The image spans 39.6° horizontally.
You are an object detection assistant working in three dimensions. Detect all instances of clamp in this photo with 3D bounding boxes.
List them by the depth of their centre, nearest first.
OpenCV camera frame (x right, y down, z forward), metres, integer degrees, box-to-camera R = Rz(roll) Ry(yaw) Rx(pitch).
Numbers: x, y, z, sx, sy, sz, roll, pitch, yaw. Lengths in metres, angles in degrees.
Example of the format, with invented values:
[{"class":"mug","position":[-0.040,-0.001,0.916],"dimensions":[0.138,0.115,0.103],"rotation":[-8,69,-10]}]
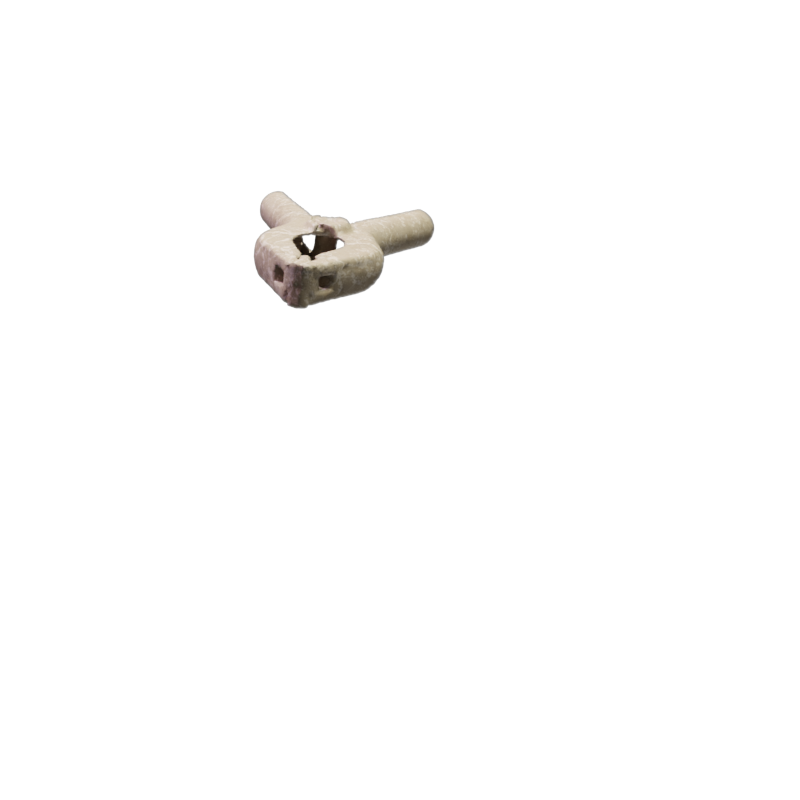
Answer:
[{"class":"clamp","position":[-0.055,-0.101,0.706],"dimensions":[0.123,0.038,0.173],"rotation":[6,21,16]}]
